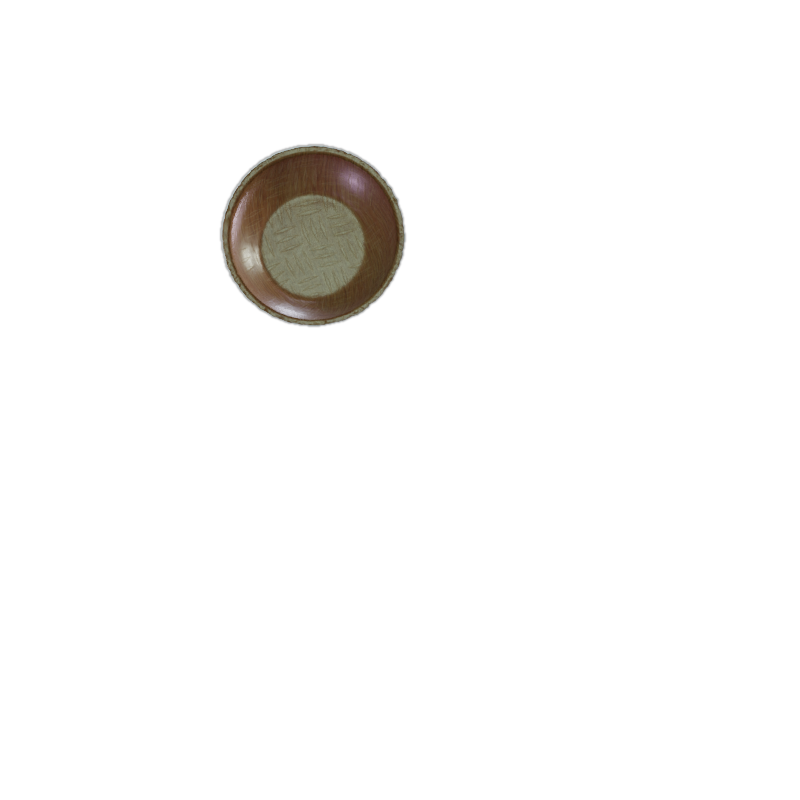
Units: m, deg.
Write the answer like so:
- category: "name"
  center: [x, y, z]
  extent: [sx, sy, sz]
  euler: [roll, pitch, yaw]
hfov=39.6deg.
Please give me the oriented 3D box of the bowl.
- category: "bowl"
  center: [-0.075, -0.136, 0.953]
  extent: [0.162, 0.158, 0.056]
  euler: [0, 11, -1]
